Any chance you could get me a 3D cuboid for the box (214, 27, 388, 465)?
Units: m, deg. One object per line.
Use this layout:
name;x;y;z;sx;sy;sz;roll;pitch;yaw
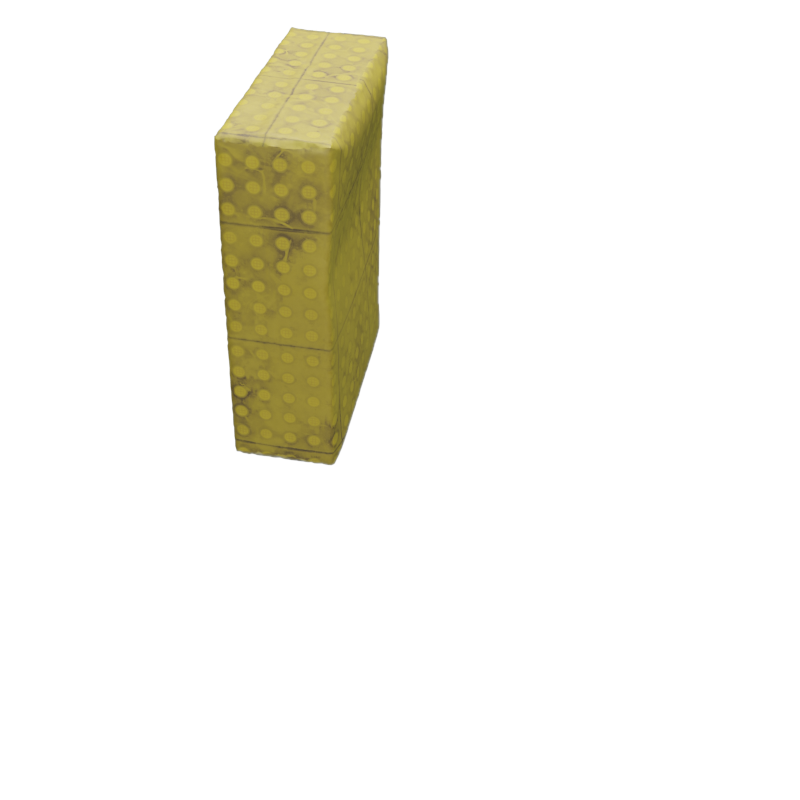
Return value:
box;-0.053;-0.096;0.676;0.073;0.200;0.173;7;35;6
